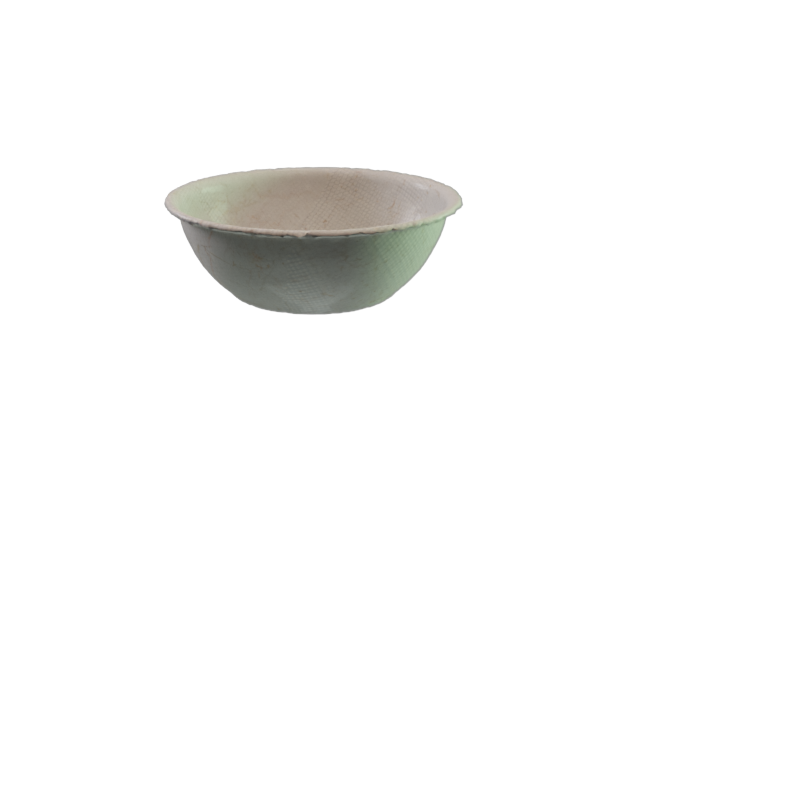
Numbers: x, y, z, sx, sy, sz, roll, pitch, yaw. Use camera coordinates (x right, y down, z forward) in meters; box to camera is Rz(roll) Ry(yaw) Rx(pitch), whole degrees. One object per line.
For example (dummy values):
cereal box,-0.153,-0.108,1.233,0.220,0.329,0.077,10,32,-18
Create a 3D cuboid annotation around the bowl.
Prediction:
bowl,-0.048,-0.087,0.611,0.162,0.053,0.170,-1,22,-2
